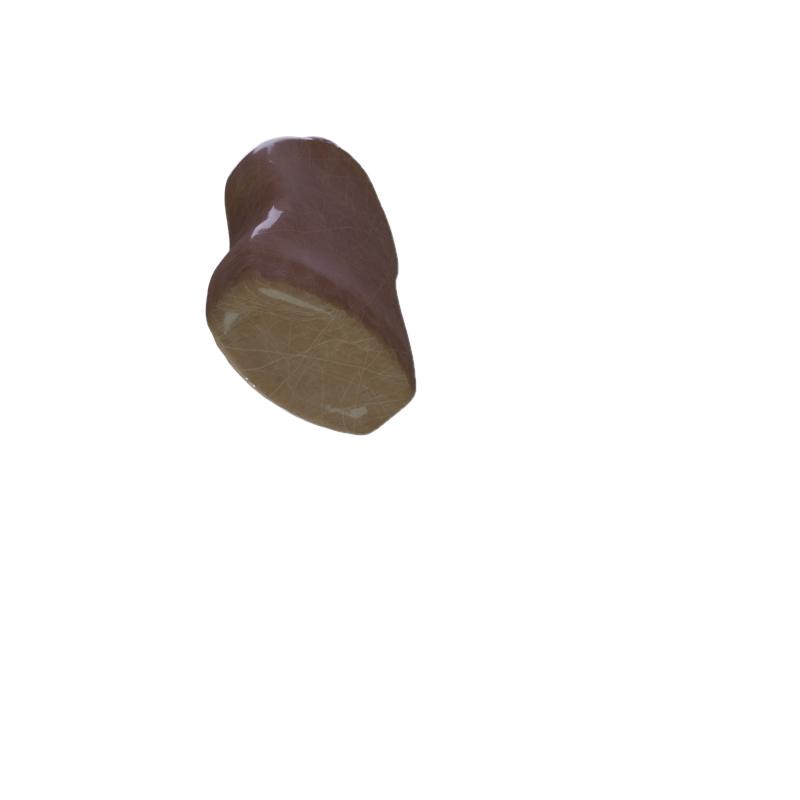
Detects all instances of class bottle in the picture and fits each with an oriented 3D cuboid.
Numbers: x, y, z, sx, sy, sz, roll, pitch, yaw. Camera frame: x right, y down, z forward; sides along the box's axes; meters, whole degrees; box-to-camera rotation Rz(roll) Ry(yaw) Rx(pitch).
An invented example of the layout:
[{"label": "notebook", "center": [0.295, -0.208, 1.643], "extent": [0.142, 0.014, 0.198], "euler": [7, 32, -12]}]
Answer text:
[{"label": "bottle", "center": [-0.042, -0.076, 0.532], "extent": [0.091, 0.057, 0.205], "euler": [33, 28, -25]}]
